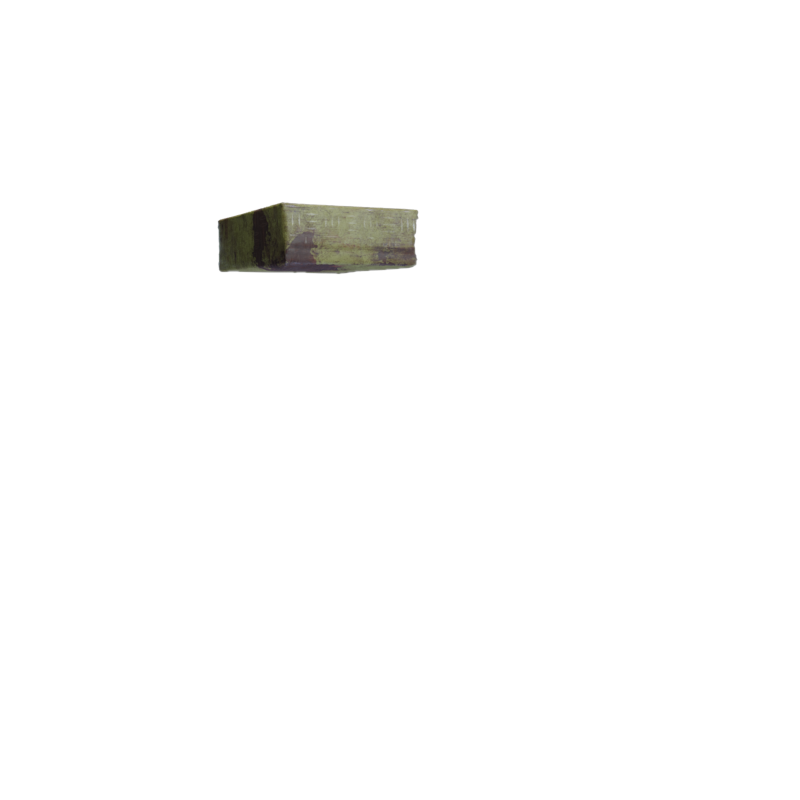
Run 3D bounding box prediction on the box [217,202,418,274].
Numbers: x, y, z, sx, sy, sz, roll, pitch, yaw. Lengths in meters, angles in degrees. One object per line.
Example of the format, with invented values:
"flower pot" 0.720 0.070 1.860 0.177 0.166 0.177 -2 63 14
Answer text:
"box" -0.054 -0.098 0.690 0.087 0.039 0.117 -2 5 -27
